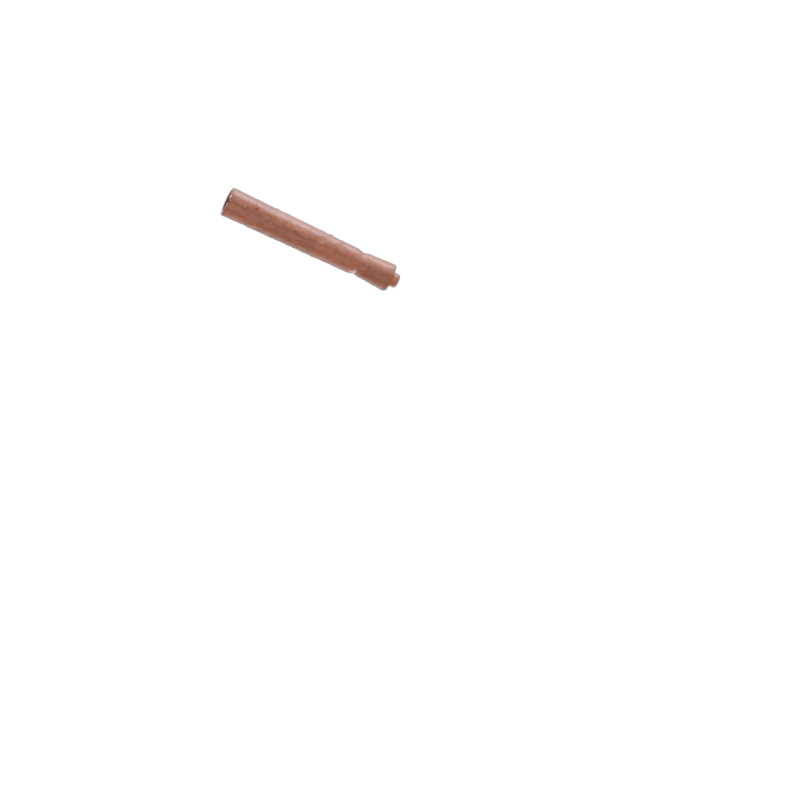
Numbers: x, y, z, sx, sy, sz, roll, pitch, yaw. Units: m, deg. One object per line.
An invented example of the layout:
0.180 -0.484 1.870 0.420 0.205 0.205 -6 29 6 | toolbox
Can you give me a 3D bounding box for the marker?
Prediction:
-0.055 -0.099 0.696 0.118 0.020 0.020 24 -2 -12 | marker
